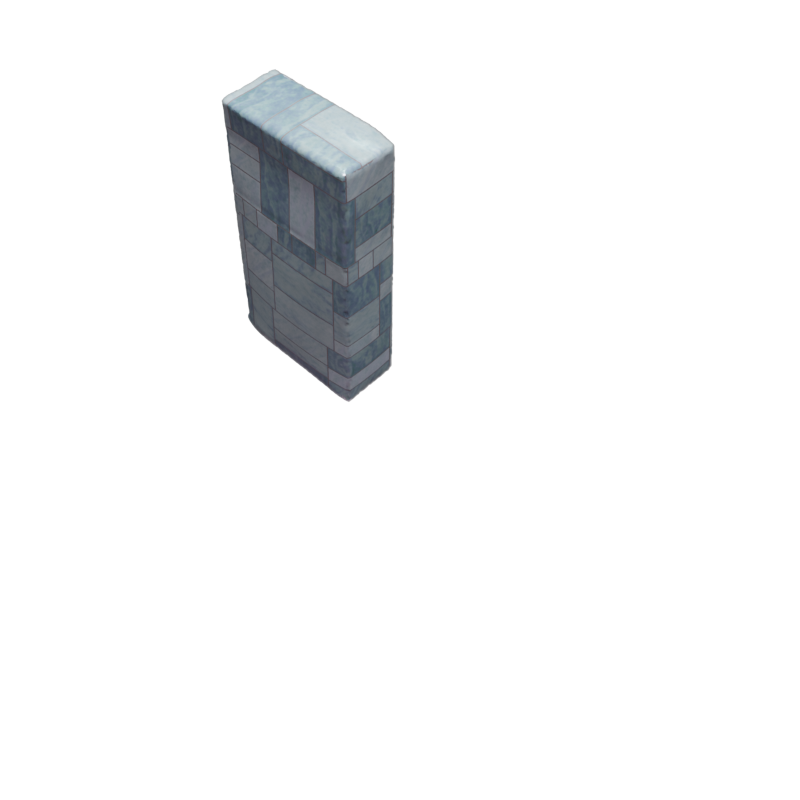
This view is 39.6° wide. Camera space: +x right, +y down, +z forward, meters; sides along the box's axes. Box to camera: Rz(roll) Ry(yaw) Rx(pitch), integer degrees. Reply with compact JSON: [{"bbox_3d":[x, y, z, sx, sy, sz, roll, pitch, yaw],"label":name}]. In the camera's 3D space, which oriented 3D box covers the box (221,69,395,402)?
[{"bbox_3d":[-0.048,-0.089,0.621,0.048,0.164,0.099,-34,58,-30],"label":"box"}]
